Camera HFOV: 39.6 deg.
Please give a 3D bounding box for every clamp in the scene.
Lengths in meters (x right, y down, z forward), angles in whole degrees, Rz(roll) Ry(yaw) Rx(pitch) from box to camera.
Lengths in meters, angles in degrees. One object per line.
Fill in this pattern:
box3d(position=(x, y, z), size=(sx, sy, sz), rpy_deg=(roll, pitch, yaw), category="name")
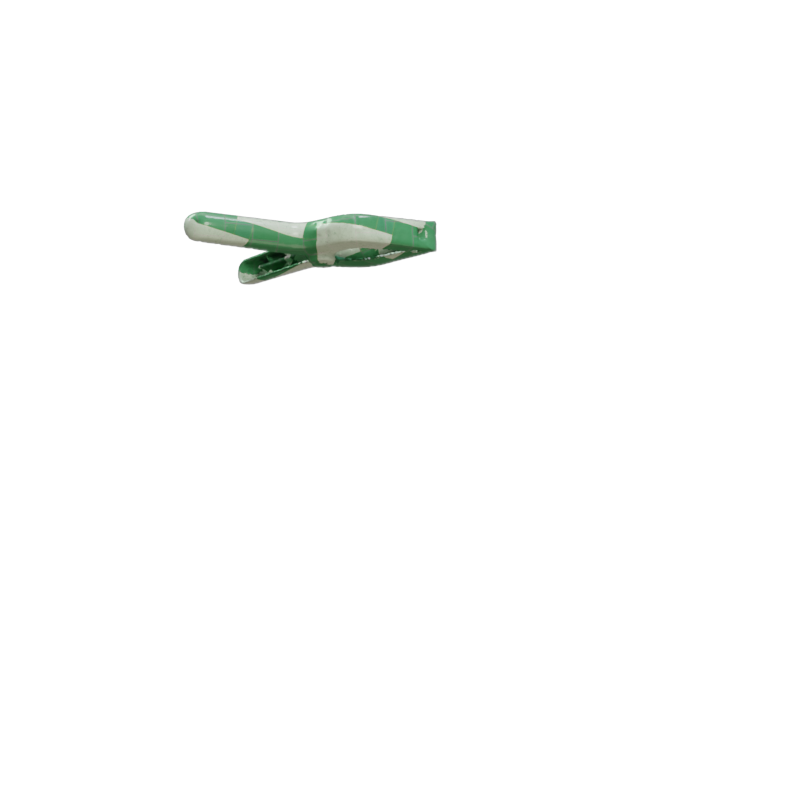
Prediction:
box3d(position=(-0.076, -0.138, 0.969), size=(0.214, 0.037, 0.156), rpy_deg=(-3, -9, 18), category="clamp")
